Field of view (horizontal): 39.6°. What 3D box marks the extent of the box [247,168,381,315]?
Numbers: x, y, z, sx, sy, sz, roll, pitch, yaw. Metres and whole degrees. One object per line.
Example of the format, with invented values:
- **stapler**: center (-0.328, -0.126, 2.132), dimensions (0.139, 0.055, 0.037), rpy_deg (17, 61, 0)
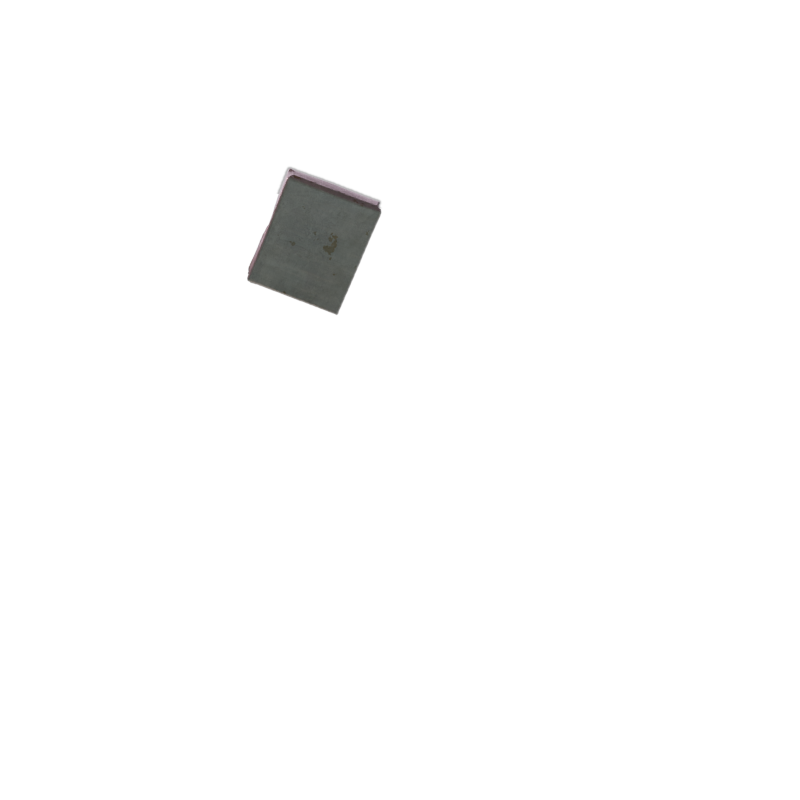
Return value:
- **box**: center (-0.064, -0.116, 0.816), dimensions (0.072, 0.087, 0.032), rpy_deg (21, 19, -8)
